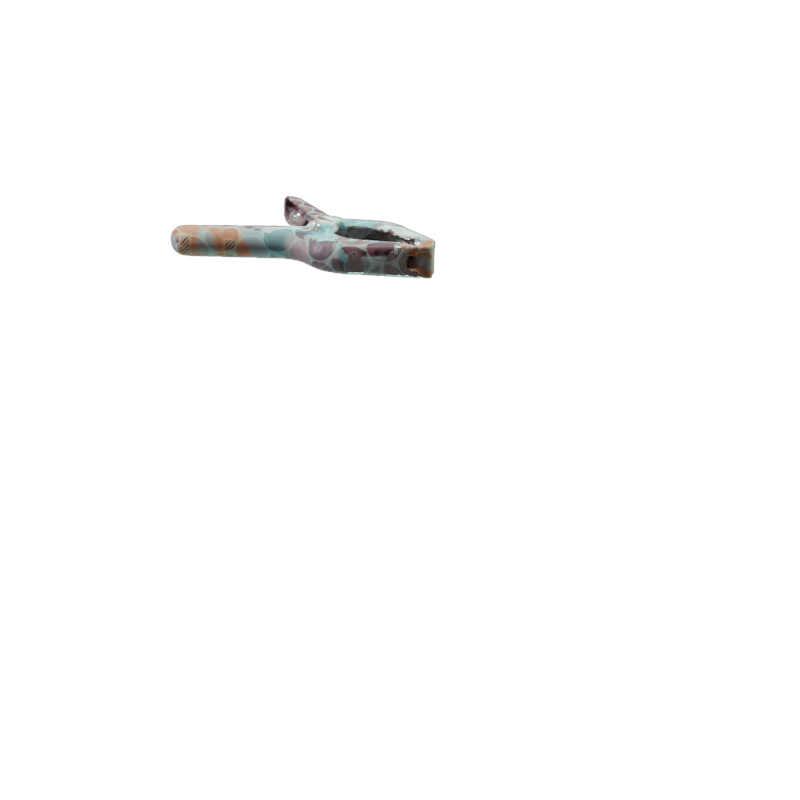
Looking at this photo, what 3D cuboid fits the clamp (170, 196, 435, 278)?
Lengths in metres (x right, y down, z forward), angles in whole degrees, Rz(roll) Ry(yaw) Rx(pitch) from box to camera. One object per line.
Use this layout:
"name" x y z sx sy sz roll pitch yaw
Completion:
"clamp" -0.071 -0.129 0.904 0.222 0.035 0.162 18 29 37
